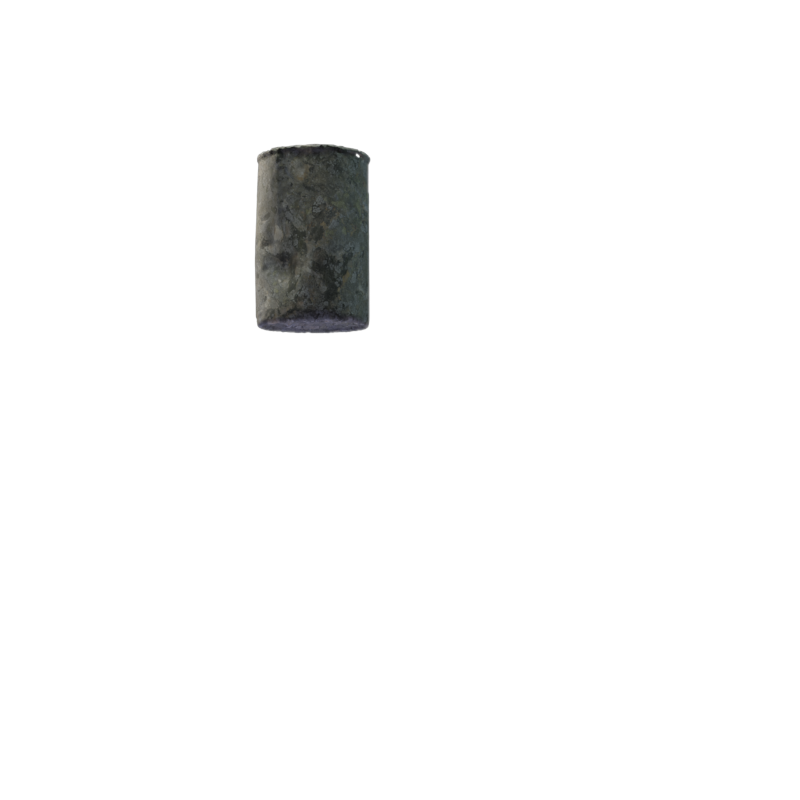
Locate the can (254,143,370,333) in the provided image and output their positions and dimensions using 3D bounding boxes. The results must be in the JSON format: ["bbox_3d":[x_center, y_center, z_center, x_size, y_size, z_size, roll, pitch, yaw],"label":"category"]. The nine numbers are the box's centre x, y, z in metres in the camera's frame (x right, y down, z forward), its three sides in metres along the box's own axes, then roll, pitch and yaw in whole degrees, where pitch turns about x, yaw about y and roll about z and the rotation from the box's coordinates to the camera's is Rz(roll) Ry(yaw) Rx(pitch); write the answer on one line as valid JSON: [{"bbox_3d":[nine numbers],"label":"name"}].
[{"bbox_3d":[-0.051,-0.093,0.654,0.068,0.105,0.067,0,-8,-2],"label":"can"}]
